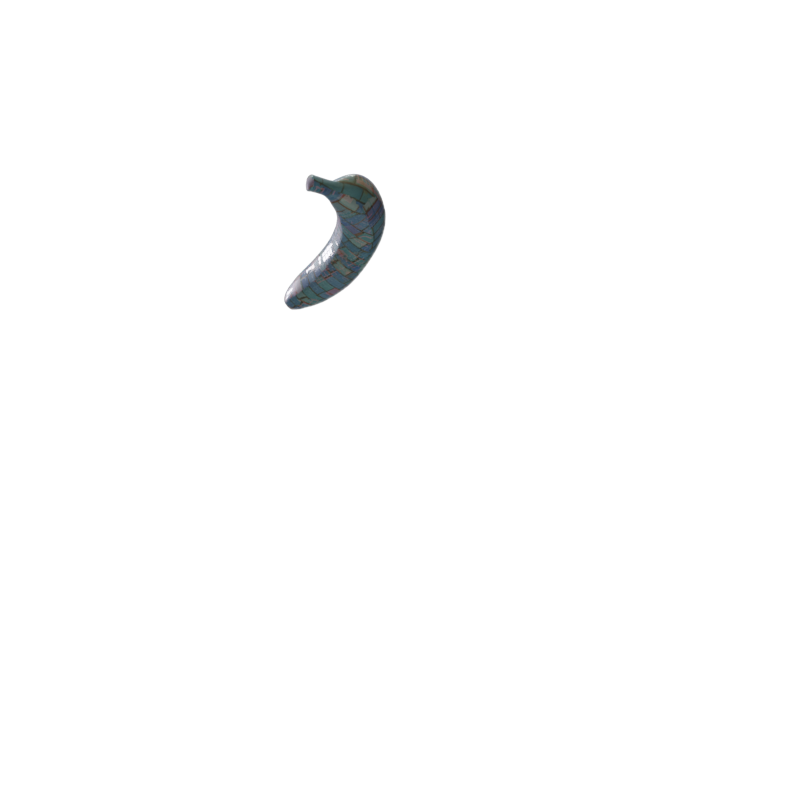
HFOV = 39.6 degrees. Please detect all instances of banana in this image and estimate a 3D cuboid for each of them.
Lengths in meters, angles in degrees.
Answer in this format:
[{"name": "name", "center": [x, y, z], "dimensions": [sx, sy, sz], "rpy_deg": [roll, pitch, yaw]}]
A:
[{"name": "banana", "center": [-0.050, -0.127, 0.882], "dimensions": [0.069, 0.039, 0.188], "rpy_deg": [4, -27, -9]}]
